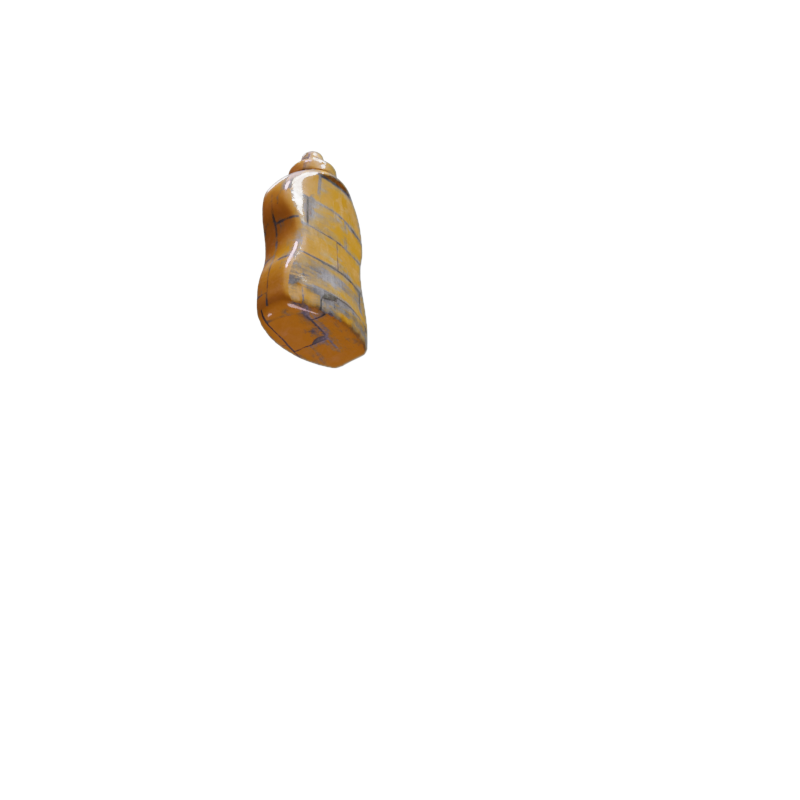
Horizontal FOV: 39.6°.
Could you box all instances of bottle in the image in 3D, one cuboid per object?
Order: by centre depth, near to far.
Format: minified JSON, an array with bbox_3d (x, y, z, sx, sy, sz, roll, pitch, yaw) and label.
[{"bbox_3d":[-0.070,-0.126,0.886,0.058,0.206,0.090,-31,-45,31],"label":"bottle"}]
